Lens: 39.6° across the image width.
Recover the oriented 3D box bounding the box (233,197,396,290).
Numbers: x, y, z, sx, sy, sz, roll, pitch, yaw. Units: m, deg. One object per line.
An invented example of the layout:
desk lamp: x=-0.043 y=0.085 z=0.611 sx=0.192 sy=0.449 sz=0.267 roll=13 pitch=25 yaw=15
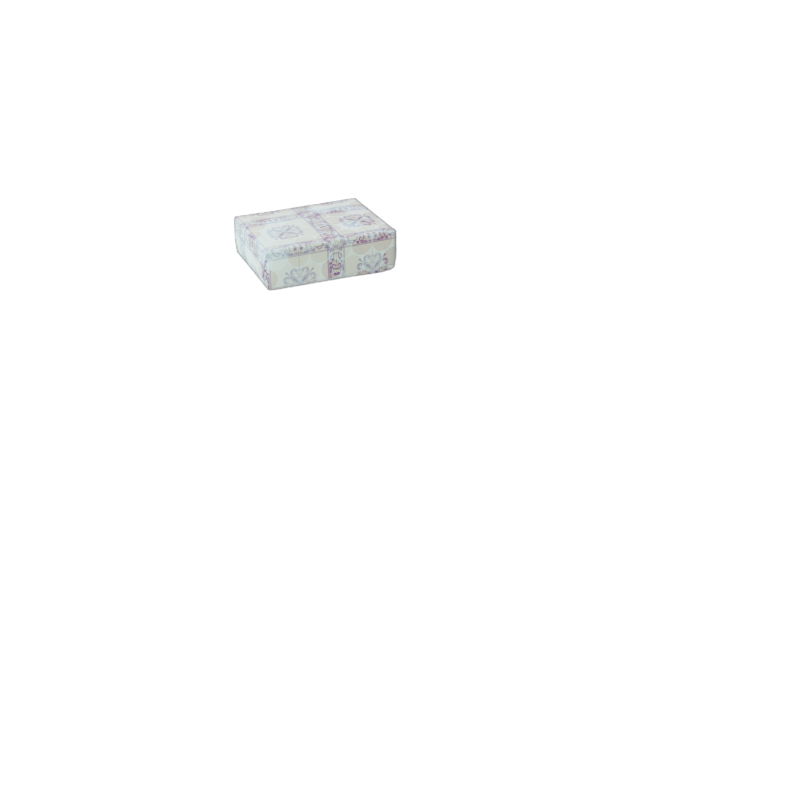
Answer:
box: x=-0.071 y=-0.130 z=0.909 sx=0.111 sy=0.037 sz=0.096 roll=-10 pitch=29 yaw=-19
